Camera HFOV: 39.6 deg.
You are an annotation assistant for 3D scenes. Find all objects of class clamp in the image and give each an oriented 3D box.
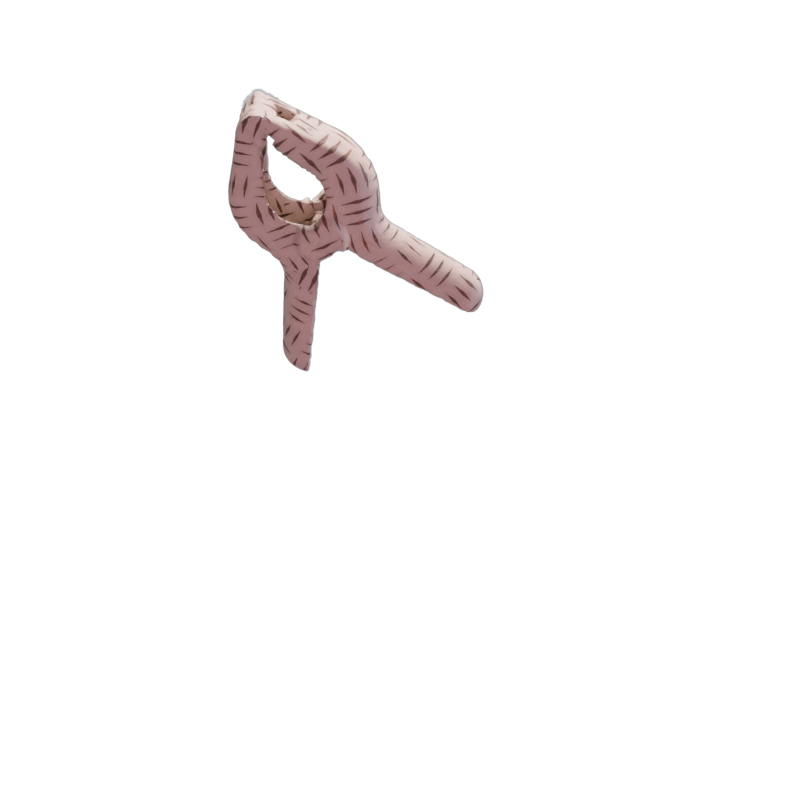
[{"bbox_3d":[-0.047,-0.085,0.599,0.120,0.161,0.042,-31,27,18],"label":"clamp"}]
